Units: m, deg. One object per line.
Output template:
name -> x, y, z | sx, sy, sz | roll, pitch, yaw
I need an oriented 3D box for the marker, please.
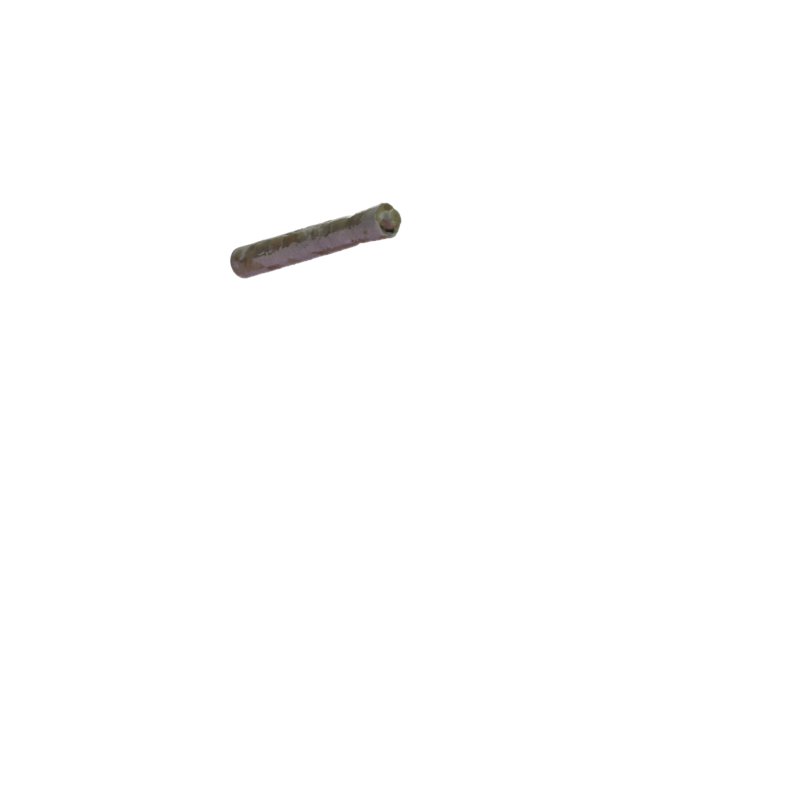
marker -> -0.047, -0.086, 0.605 | 0.124, 0.020, 0.019 | -8, -3, 43
